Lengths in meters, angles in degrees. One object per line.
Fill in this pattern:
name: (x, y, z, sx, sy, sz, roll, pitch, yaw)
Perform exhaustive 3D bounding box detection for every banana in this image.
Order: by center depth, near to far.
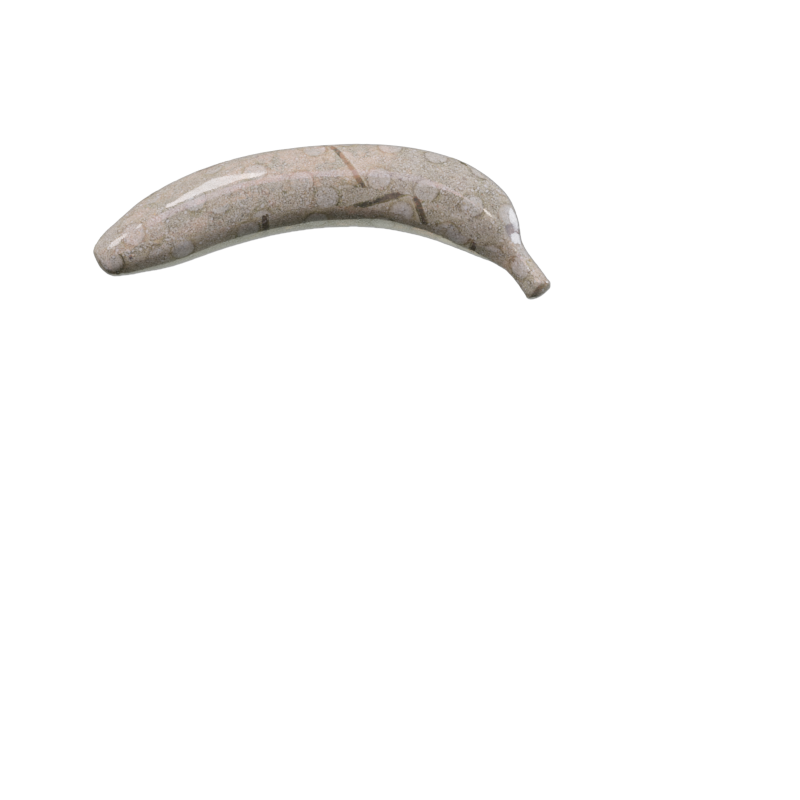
banana: (-0.034, -0.084, 0.492, 0.198, 0.074, 0.034, 2, -38, 1)
